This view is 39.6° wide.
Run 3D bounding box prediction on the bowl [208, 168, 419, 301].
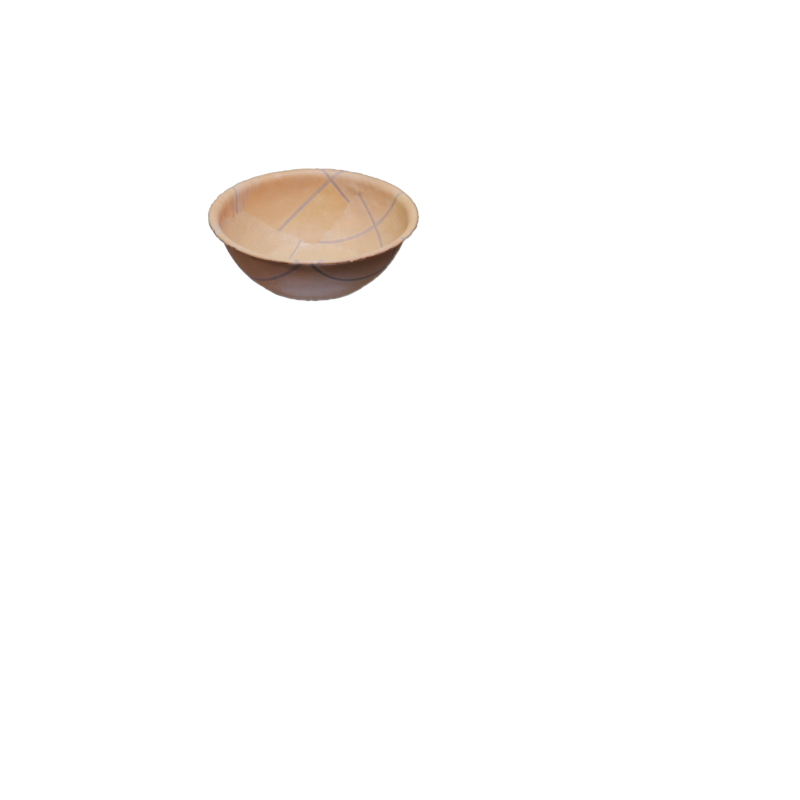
[{"bbox_3d":[-0.067,-0.123,0.862,0.162,0.052,0.173,-1,33,-2],"label":"bowl"}]
